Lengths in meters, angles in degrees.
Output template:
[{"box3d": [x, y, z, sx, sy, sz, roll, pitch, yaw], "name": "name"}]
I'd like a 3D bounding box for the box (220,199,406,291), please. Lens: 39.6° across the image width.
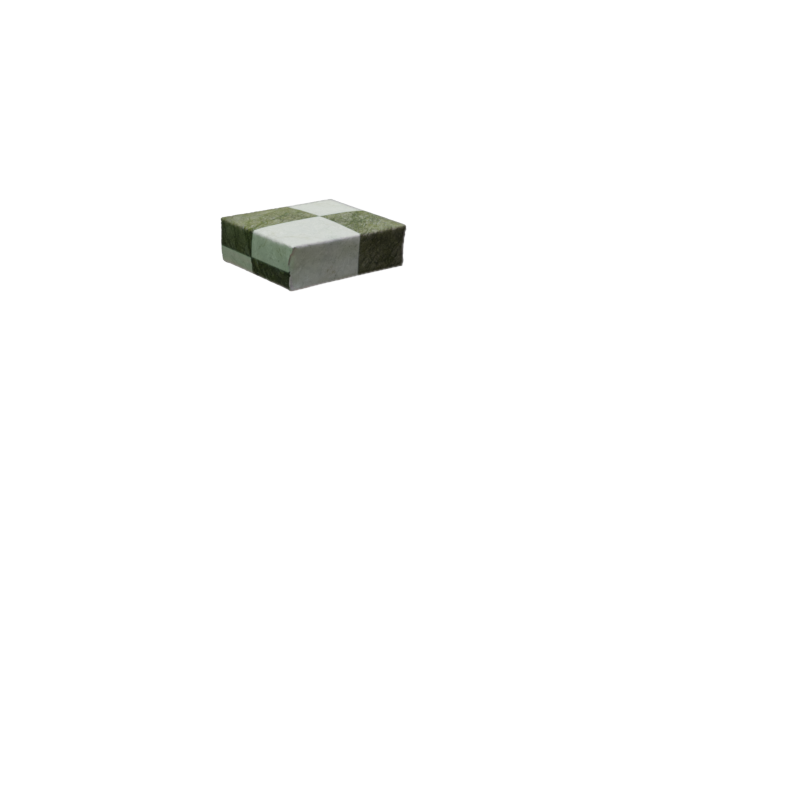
[{"box3d": [-0.066, -0.120, 0.841, 0.112, 0.037, 0.096, -19, 30, -37], "name": "box"}]
